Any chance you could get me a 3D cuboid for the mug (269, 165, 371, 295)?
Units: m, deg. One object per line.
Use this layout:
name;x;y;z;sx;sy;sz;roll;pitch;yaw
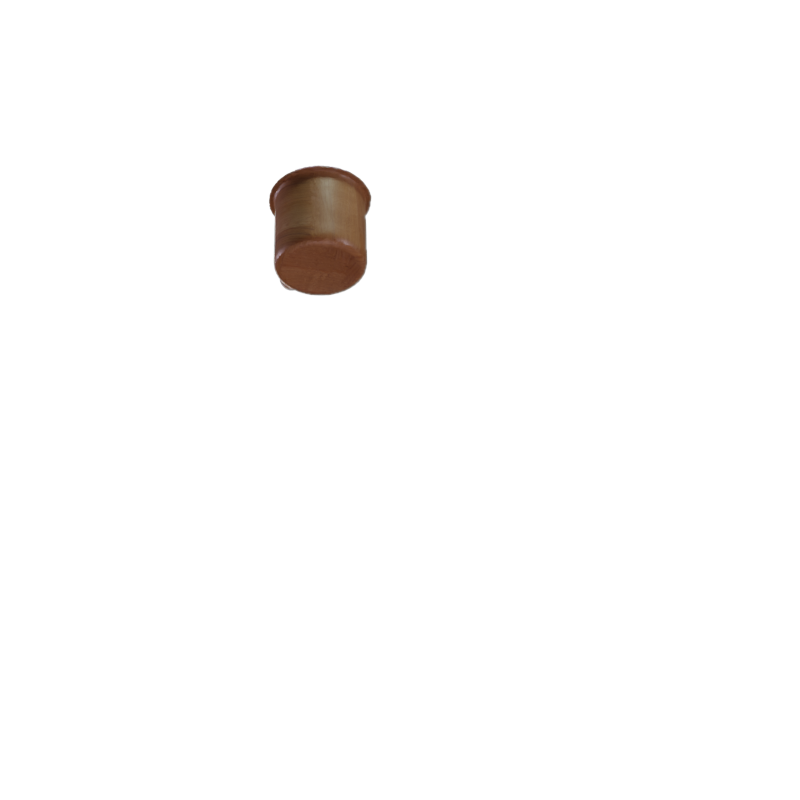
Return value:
mug;-0.078;-0.142;0.991;0.089;0.087;0.115;20;-41;-27
